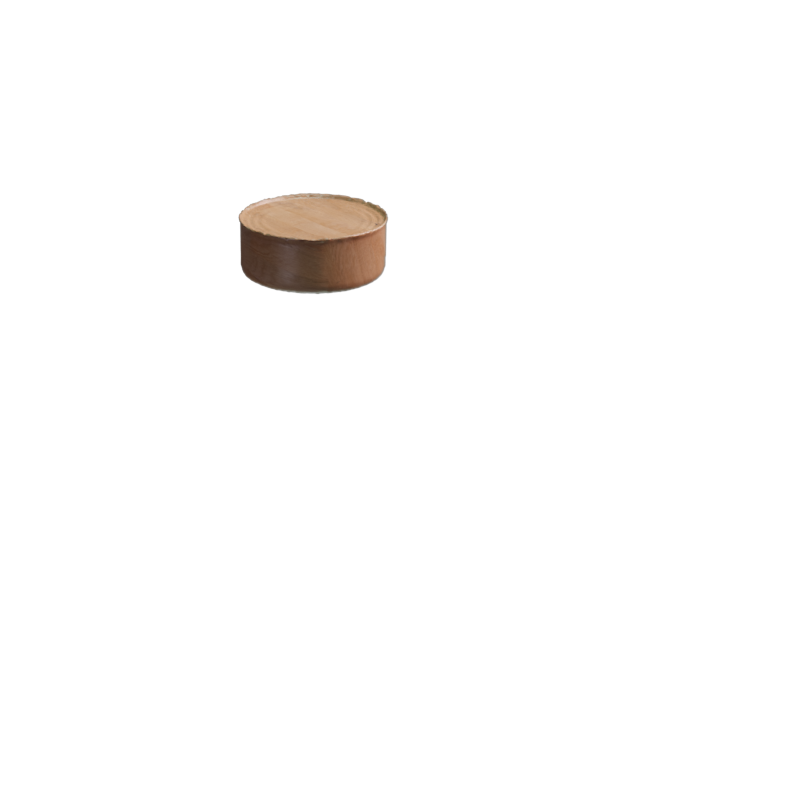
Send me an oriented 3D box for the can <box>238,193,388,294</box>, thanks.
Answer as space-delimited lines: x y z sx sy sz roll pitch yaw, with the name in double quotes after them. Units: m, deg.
-0.050 -0.092 0.641 0.086 0.032 0.090 -1 25 -2 "can"
